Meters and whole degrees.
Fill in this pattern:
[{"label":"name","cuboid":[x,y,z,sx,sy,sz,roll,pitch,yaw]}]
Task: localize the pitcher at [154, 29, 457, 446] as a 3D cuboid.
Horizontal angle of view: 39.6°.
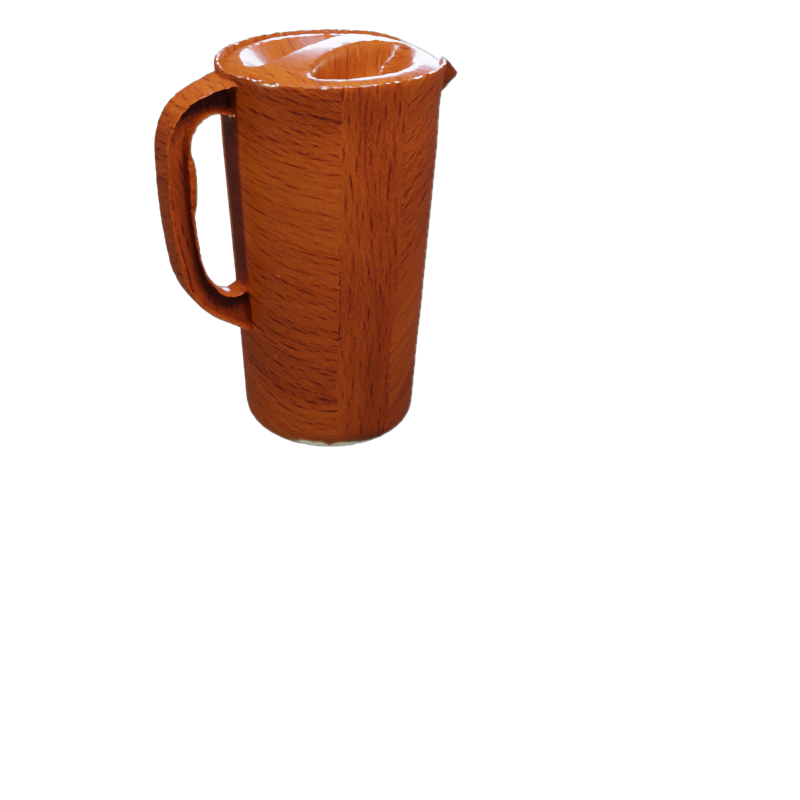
[{"label":"pitcher","cuboid":[-0.053,-0.096,0.675,0.153,0.230,0.150,8,27,13]}]
